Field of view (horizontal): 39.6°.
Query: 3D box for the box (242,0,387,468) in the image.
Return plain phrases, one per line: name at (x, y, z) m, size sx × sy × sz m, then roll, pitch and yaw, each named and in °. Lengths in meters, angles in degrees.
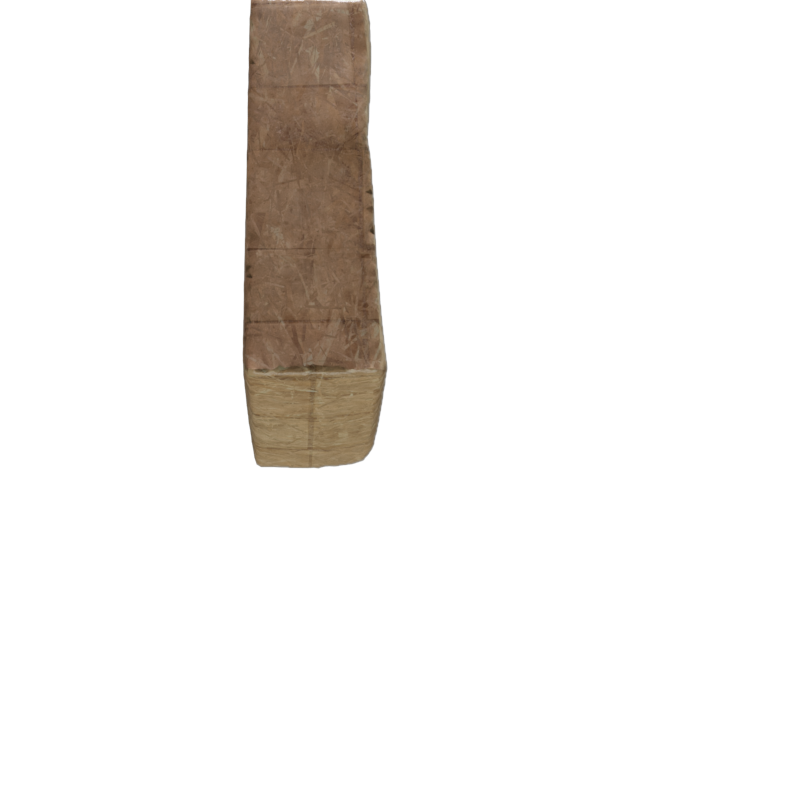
box at (-0.048, -0.087, 0.612) m, size 0.072 × 0.226 × 0.156 m, roll 0°, pitch -23°, yaw -4°
